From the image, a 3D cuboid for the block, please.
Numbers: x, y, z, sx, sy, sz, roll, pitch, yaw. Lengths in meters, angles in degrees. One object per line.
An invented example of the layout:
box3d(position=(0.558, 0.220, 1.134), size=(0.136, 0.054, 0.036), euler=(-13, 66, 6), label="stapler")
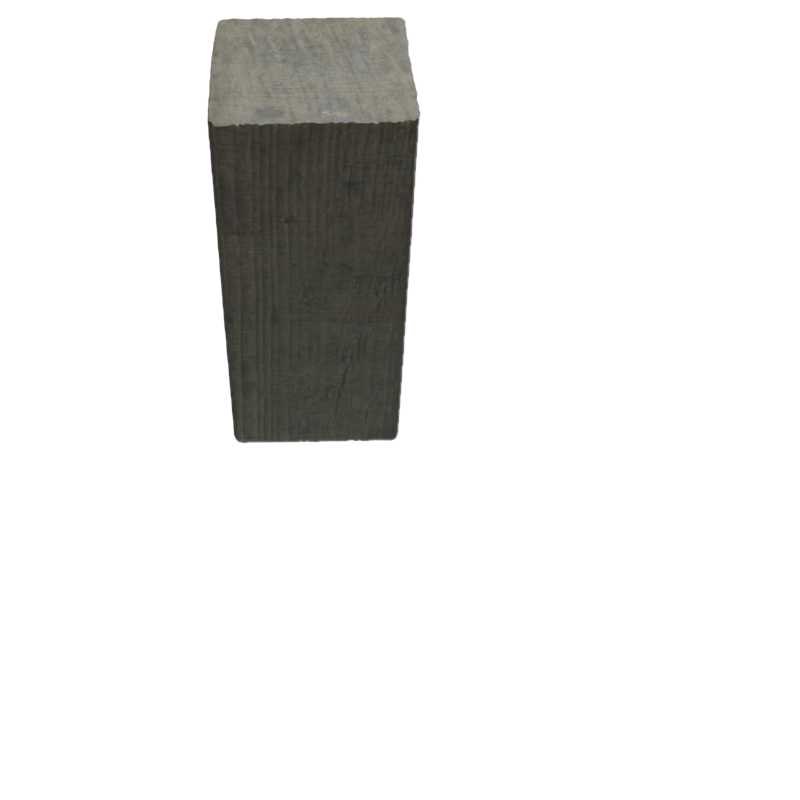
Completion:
box3d(position=(-0.044, -0.079, 0.556), size=(0.090, 0.192, 0.097), euler=(0, 45, -4), label="block")
